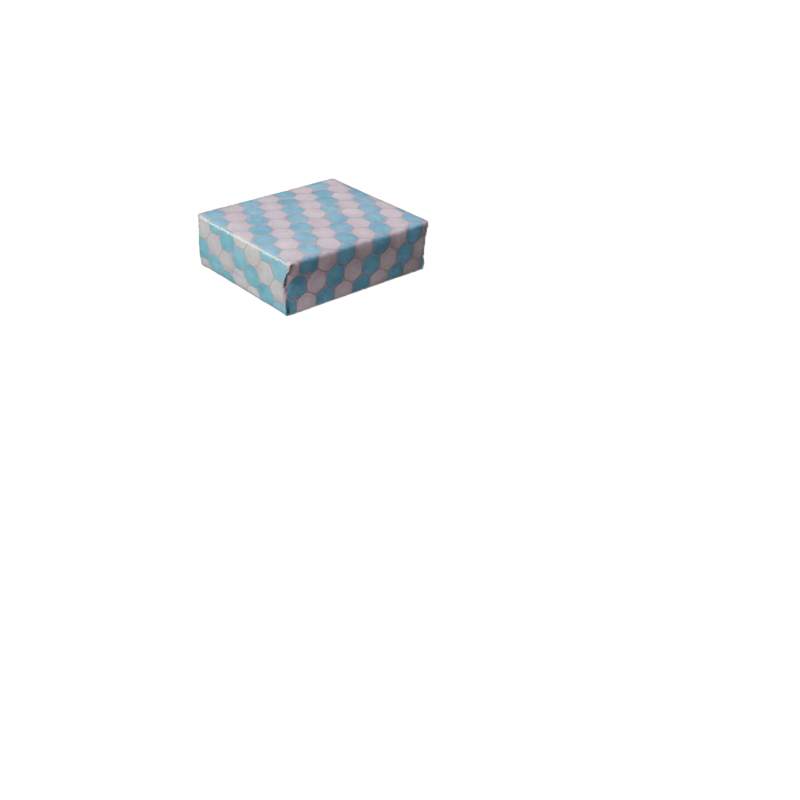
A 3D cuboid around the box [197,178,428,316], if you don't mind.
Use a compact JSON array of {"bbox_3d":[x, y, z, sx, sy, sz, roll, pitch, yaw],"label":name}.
[{"bbox_3d":[-0.053,-0.097,0.679,0.112,0.037,0.096,-25,38,-36],"label":"box"}]
